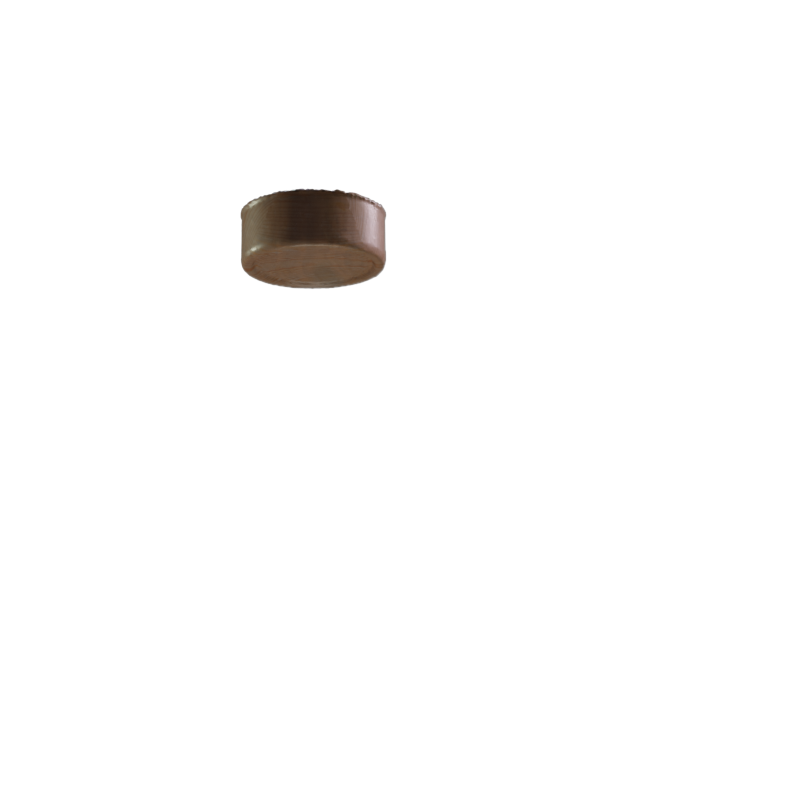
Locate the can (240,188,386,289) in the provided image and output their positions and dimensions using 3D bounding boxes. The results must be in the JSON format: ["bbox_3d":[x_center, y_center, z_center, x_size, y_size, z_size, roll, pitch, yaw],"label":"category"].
[{"bbox_3d":[-0.051,-0.092,0.647,0.086,0.035,0.083,0,-13,-2],"label":"can"}]
